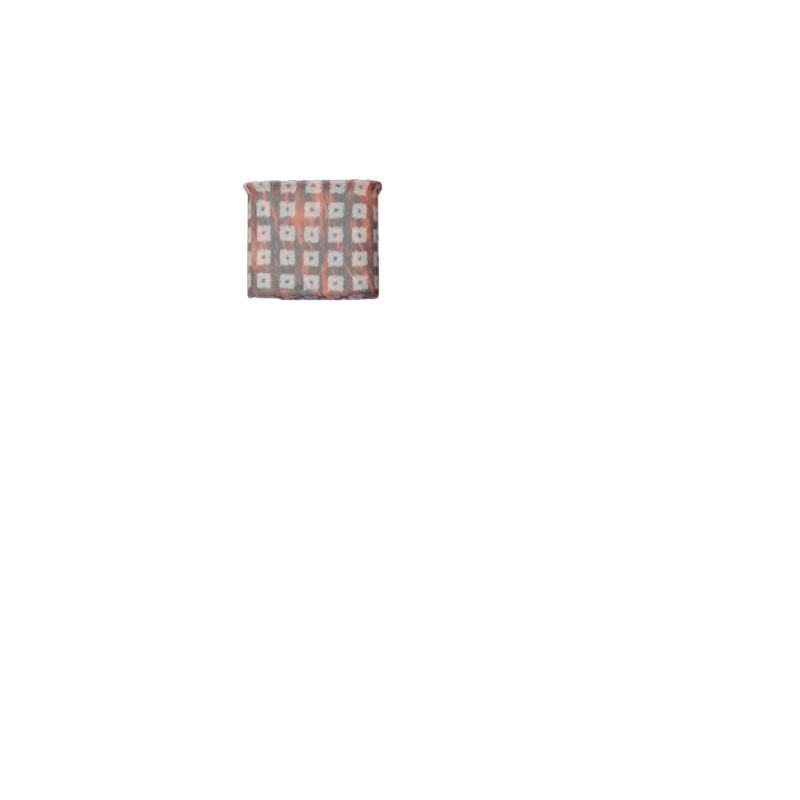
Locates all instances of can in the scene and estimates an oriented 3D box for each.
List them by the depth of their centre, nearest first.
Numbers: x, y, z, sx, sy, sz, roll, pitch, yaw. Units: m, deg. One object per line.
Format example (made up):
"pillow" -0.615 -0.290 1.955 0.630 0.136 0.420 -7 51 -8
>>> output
"can" -0.064 -0.117 0.816 0.102 0.085 0.057 0 -4 2
